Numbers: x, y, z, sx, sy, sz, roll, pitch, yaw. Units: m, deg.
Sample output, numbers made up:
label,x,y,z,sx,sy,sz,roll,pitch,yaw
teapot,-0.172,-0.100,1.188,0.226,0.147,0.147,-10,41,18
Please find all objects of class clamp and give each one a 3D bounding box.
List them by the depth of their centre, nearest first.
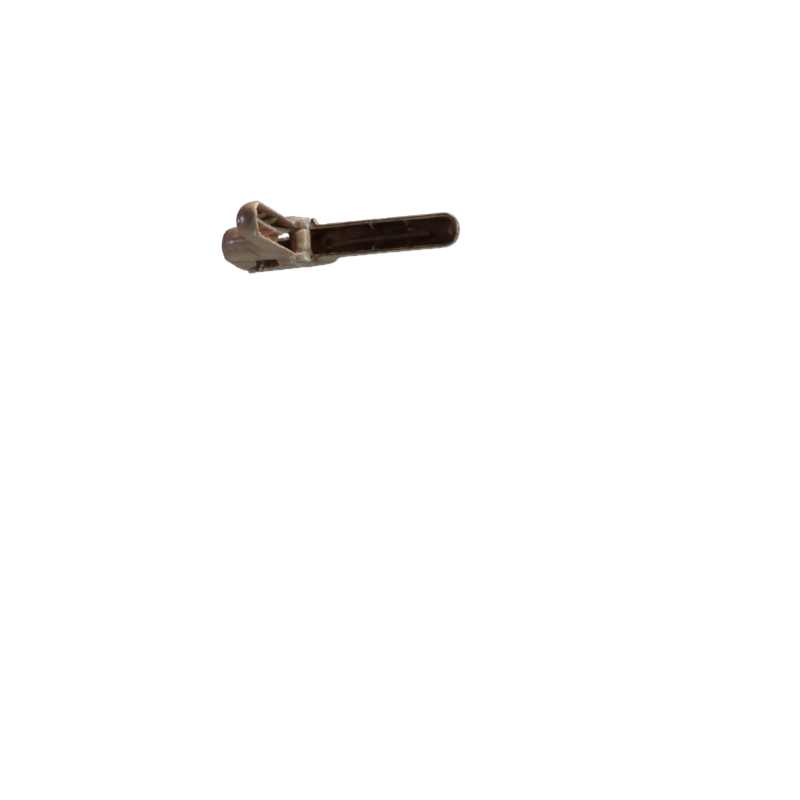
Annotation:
label,x,y,z,sx,sy,sz,roll,pitch,yaw
clamp,-0.065,-0.118,0.828,0.160,0.037,0.213,0,0,-21
